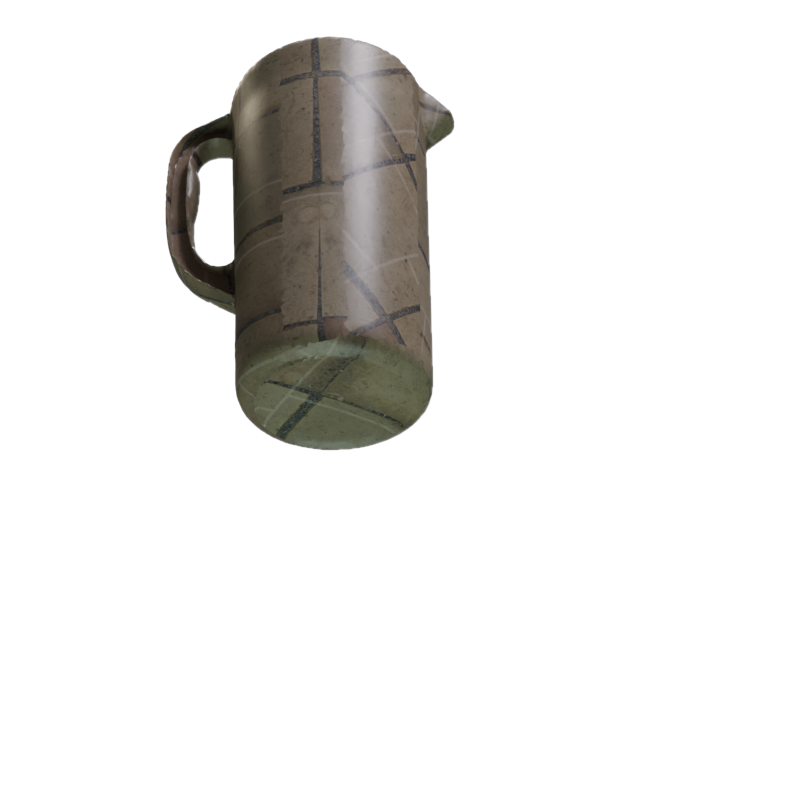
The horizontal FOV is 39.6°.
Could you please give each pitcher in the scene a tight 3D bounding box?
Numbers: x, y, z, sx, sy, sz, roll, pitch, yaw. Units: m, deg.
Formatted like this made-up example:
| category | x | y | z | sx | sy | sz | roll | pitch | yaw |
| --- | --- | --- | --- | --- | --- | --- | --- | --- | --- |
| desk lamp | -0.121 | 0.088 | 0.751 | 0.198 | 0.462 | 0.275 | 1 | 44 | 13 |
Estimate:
| category | x | y | z | sx | sy | sz | roll | pitch | yaw |
| --- | --- | --- | --- | --- | --- | --- | --- | --- | --- |
| pitcher | -0.053 | -0.097 | 0.678 | 0.137 | 0.261 | 0.147 | 28 | -48 | -32 |
